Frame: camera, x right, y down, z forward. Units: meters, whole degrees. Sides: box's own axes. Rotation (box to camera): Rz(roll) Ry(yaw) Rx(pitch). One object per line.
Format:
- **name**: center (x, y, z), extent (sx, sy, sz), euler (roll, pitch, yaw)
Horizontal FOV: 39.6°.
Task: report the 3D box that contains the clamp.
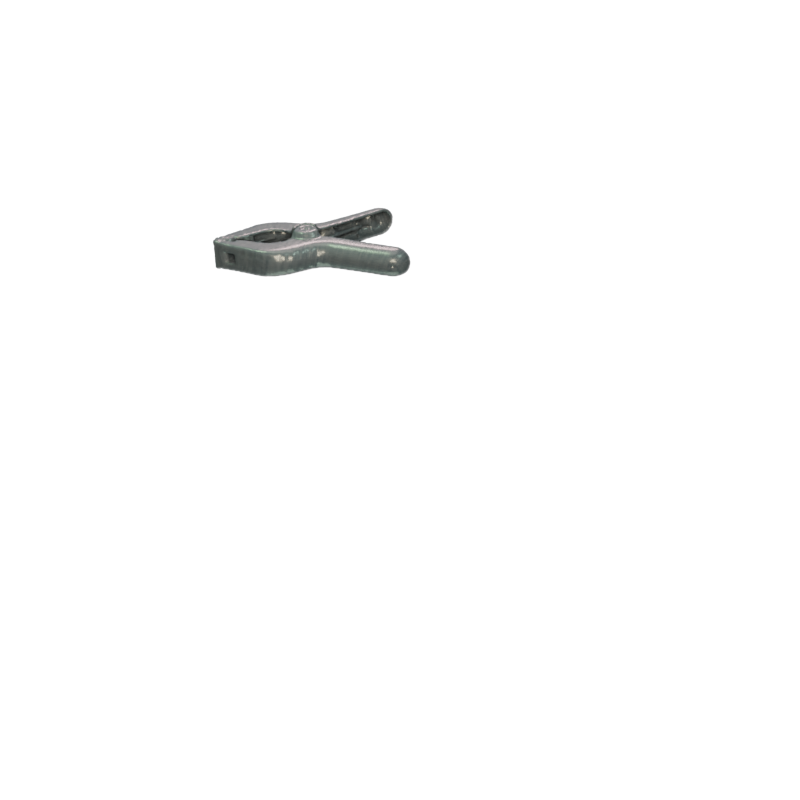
- **clamp**: center (-0.077, -0.141, 0.987), extent (0.172, 0.037, 0.125), euler (1, 23, 3)
